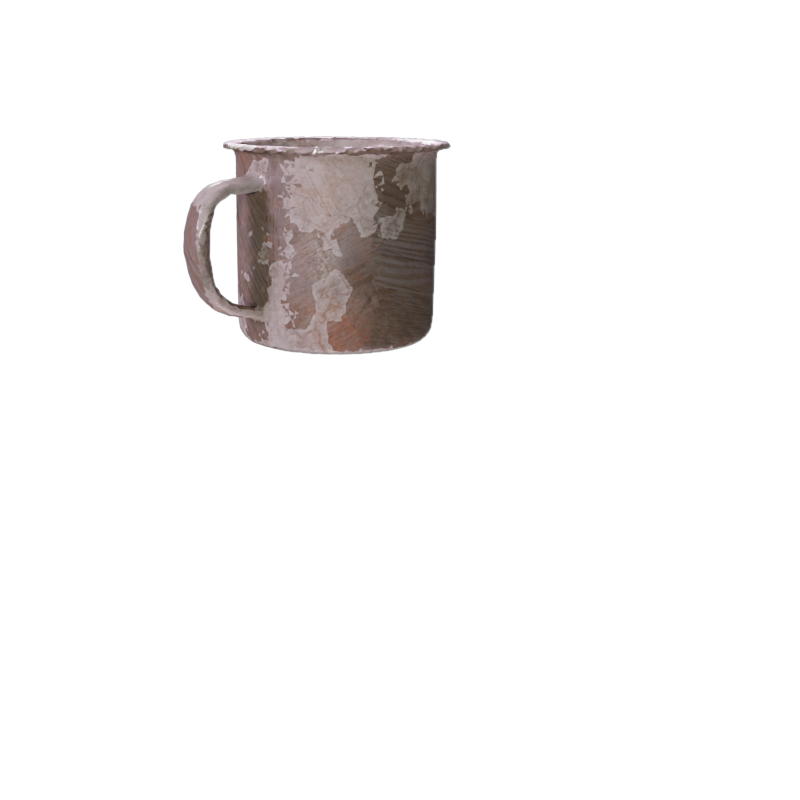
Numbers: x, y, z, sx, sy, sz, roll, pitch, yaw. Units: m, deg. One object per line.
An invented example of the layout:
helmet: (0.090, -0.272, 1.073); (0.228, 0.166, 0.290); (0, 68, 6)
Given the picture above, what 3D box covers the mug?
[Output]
mug: (-0.035, -0.065, 0.453); (0.114, 0.080, 0.098); (-11, 17, -40)
